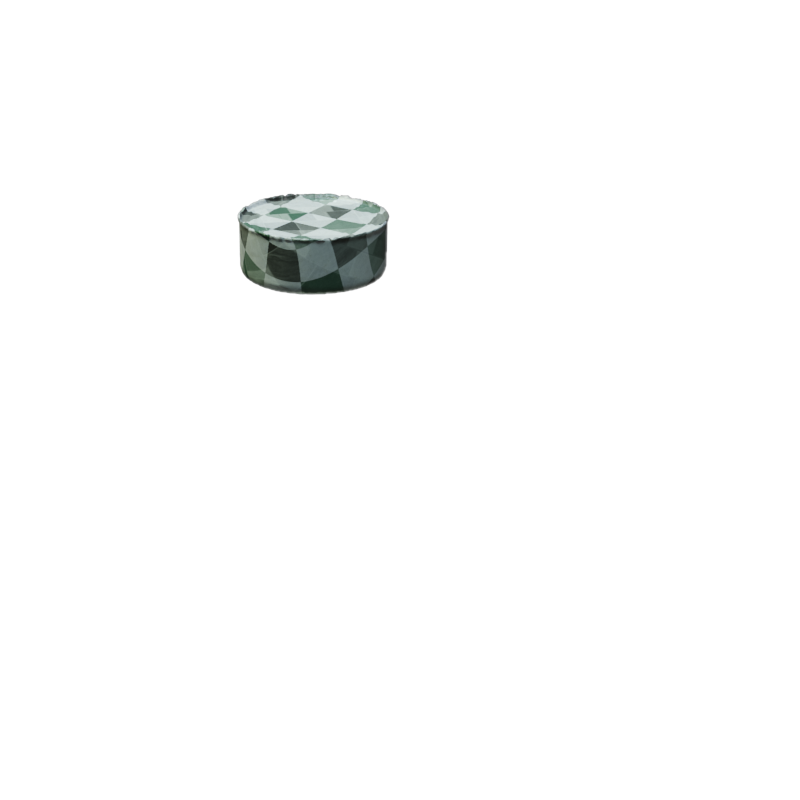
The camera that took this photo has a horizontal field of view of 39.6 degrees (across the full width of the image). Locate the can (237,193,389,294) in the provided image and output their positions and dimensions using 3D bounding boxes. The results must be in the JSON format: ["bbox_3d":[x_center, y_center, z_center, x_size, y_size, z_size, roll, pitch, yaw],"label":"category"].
[{"bbox_3d":[-0.050,-0.090,0.633,0.086,0.032,0.090,-1,25,-2],"label":"can"}]
